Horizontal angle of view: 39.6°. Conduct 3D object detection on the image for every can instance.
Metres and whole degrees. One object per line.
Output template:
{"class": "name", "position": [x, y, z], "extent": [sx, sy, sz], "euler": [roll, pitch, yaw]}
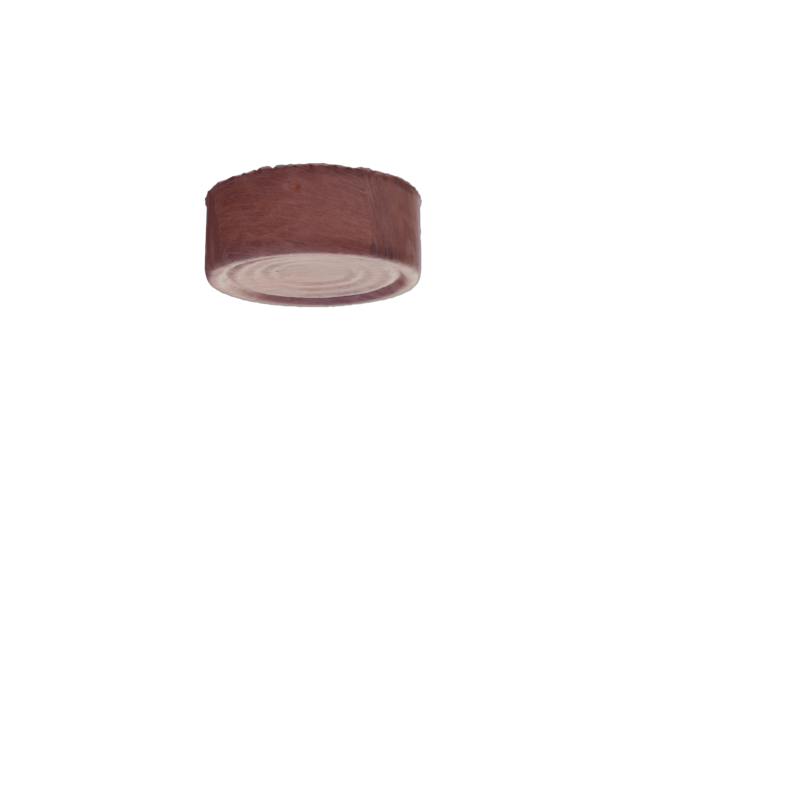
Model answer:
{"class": "can", "position": [-0.034, -0.062, 0.434], "extent": [0.086, 0.035, 0.083], "euler": [0, -11, -2]}
